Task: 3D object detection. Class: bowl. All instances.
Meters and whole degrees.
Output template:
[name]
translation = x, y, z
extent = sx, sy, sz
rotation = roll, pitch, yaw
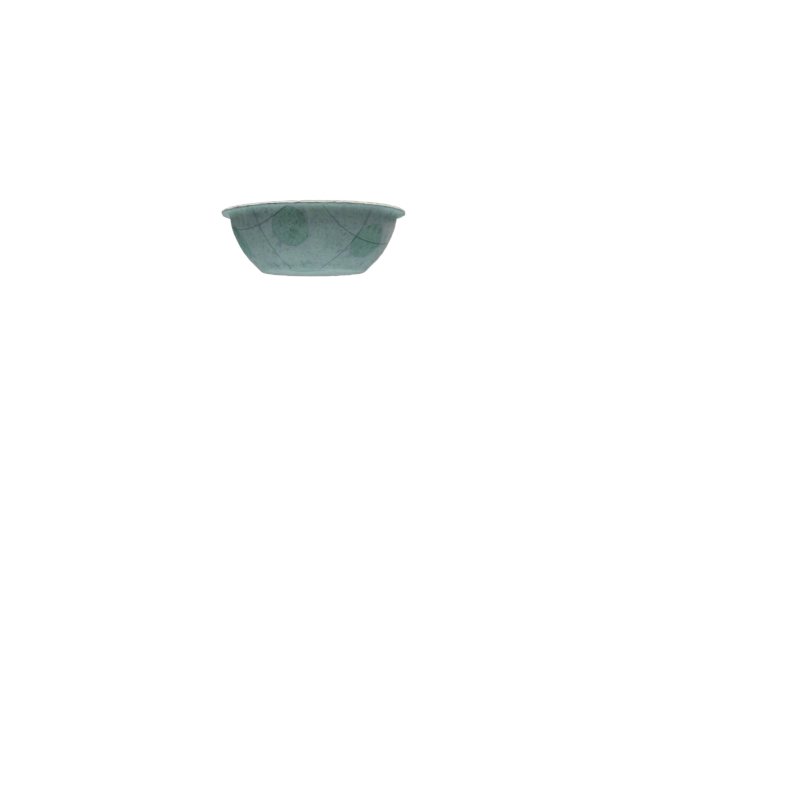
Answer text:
[bowl]
translation = -0.076, -0.139, 0.974
extent = 0.162, 0.055, 0.161
rotation = 0, 1, -2
